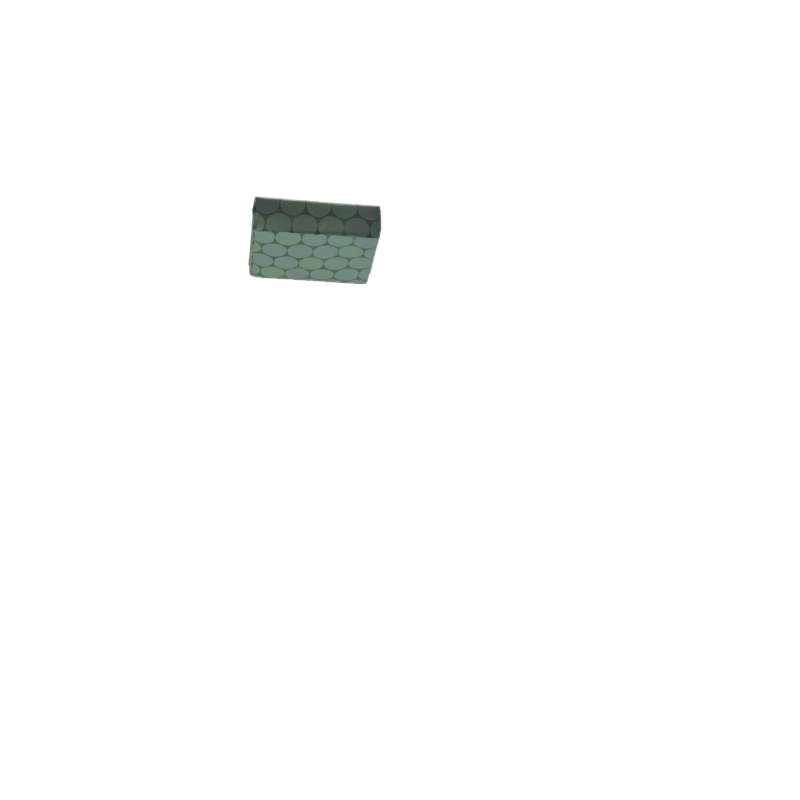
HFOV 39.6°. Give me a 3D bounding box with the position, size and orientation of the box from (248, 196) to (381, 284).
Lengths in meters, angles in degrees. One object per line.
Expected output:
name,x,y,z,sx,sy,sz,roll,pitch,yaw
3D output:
box,-0.078,-0.141,0.990,0.113,0.041,0.085,2,-24,-6
